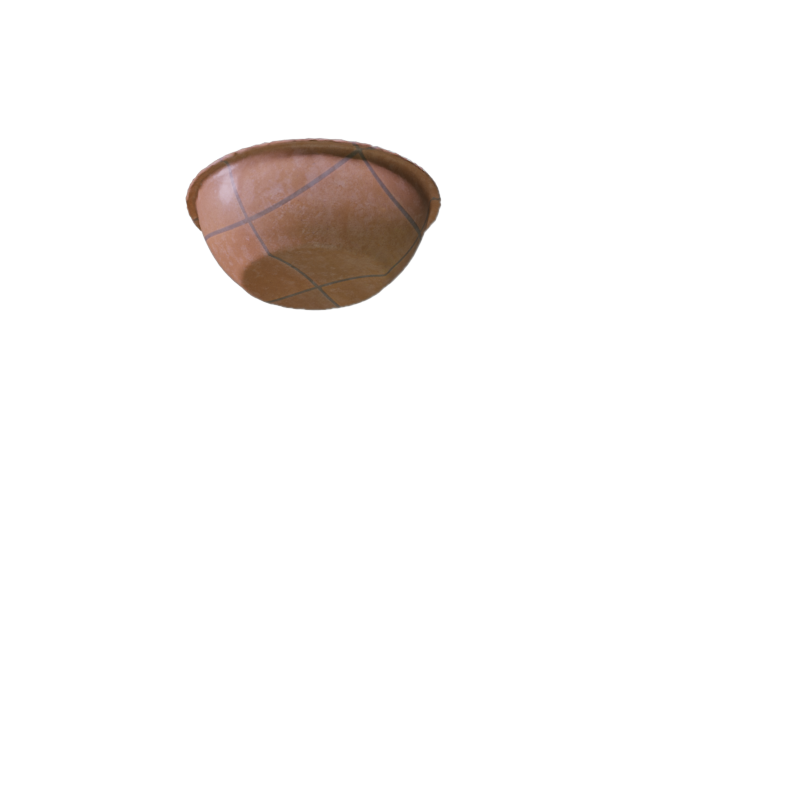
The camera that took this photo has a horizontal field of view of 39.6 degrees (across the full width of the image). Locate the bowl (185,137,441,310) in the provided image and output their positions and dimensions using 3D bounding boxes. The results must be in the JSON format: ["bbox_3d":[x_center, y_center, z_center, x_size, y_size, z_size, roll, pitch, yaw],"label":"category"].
[{"bbox_3d":[-0.054,-0.099,0.693,0.162,0.058,0.154,1,-21,-2],"label":"bowl"}]
